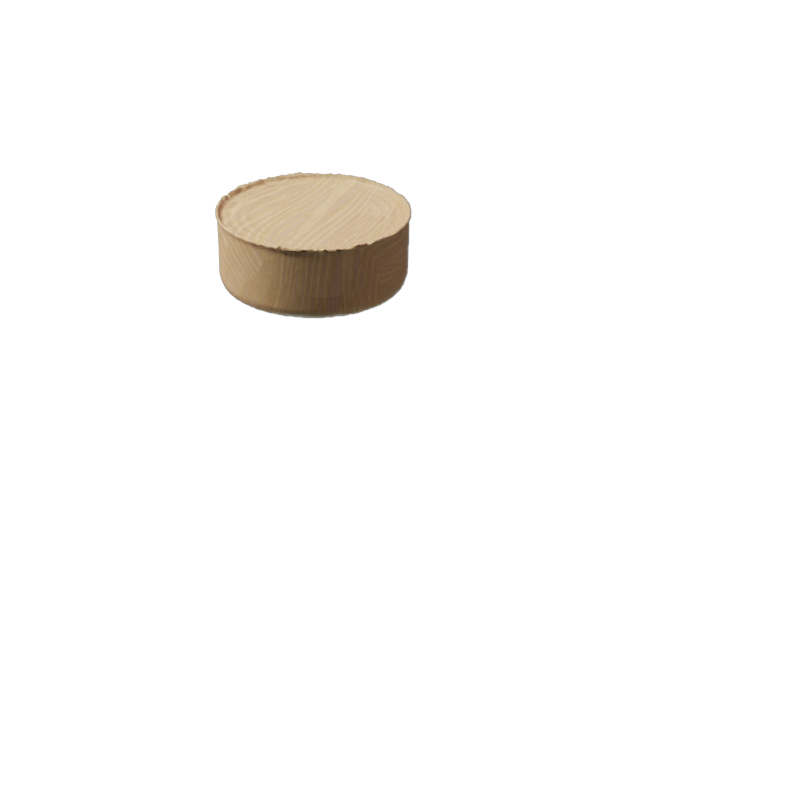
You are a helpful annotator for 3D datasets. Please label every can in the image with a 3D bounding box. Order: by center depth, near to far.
[{"bbox_3d":[-0.038,-0.070,0.491,0.086,0.032,0.091,-1,31,-2],"label":"can"}]
